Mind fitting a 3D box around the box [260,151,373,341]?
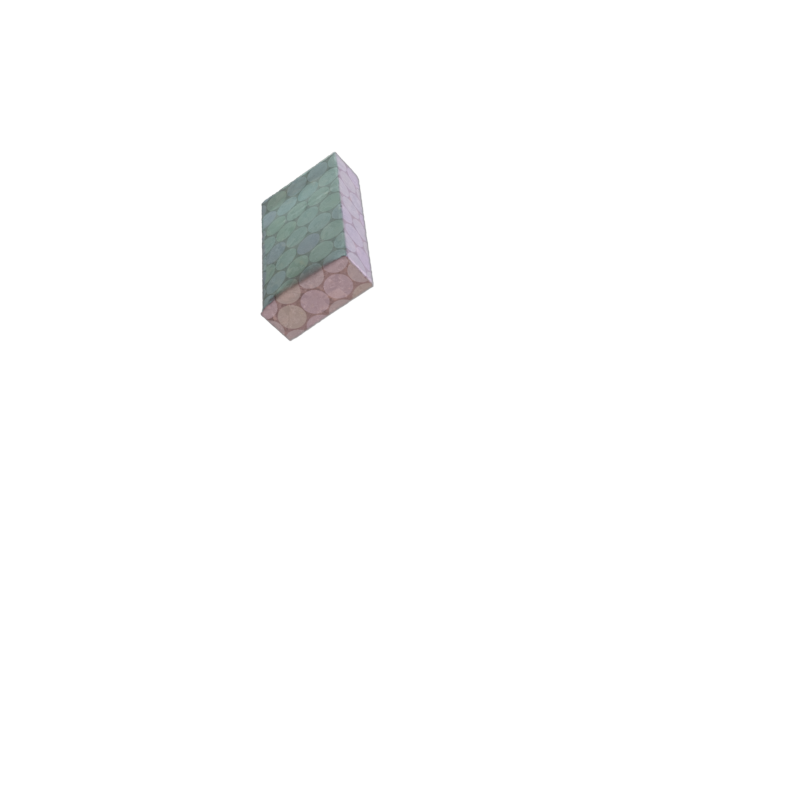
[{"bbox_3d":[-0.076,-0.140,0.978,0.093,0.045,0.189,-32,33,19],"label":"box"}]
